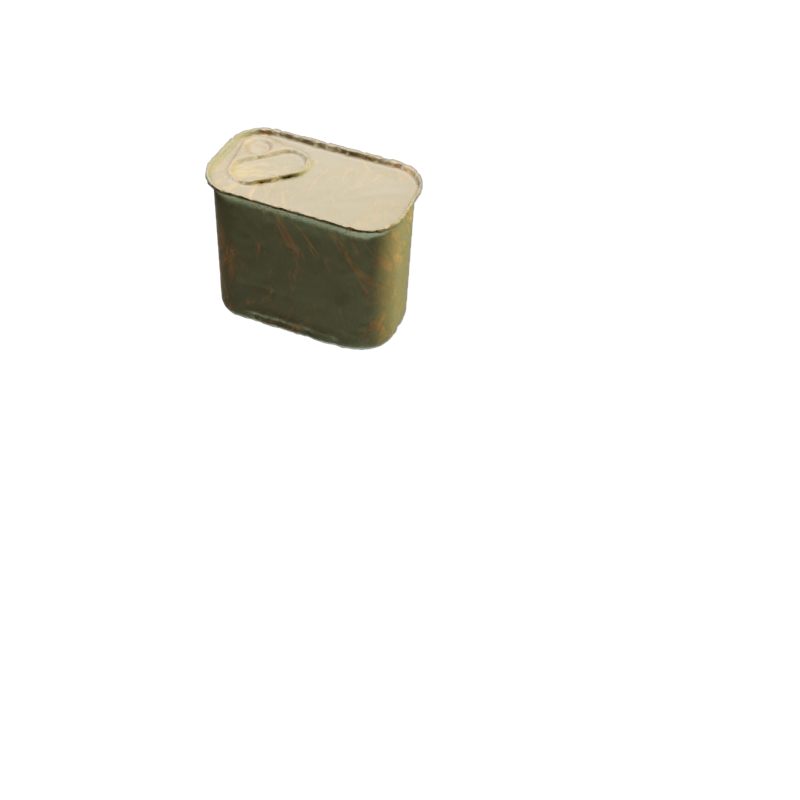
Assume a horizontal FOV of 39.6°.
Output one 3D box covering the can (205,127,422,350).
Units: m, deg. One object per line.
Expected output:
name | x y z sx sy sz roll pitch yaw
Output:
can | -0.044 -0.079 0.554 0.105 0.078 0.060 18 46 16
